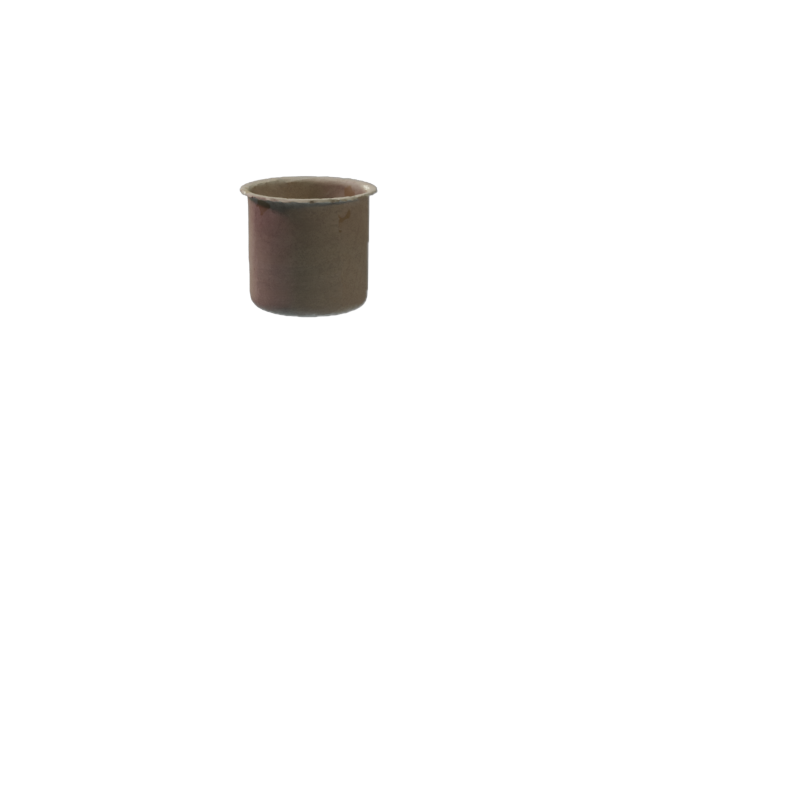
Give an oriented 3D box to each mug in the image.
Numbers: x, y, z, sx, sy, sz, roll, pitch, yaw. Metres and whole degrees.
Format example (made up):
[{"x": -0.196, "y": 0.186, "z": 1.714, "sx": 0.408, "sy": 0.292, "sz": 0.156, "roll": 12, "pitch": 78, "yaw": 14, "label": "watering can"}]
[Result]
[{"x": -0.060, "y": -0.110, "z": 0.767, "sx": 0.095, "sy": 0.079, "sz": 0.119, "roll": 4, "pitch": 19, "yaw": 11, "label": "mug"}]
